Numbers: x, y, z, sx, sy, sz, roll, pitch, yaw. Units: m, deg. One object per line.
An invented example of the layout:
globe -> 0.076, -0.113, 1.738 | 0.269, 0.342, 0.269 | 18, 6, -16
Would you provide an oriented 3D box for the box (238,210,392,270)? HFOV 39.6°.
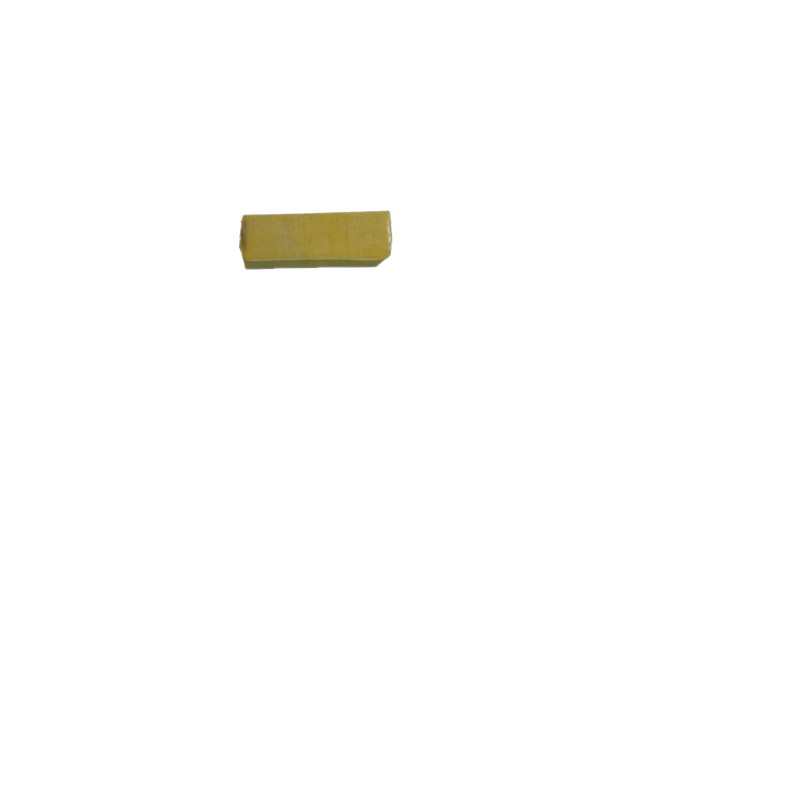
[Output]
box -> -0.067, -0.122, 0.857 | 0.113, 0.039, 0.090 | 0, 2, -5
